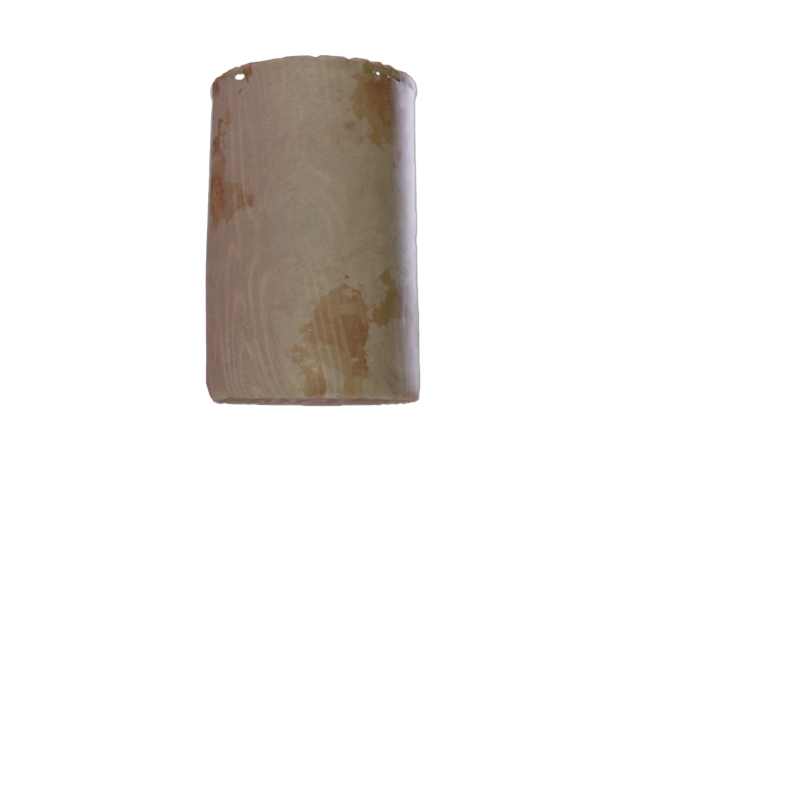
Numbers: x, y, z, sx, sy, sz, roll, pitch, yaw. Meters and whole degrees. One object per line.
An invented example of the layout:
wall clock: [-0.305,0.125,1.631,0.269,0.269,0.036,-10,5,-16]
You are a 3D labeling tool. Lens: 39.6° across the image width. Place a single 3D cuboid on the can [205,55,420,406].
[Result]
can: [-0.028,-0.051,0.355,0.068,0.105,0.067,0,-8,-2]
